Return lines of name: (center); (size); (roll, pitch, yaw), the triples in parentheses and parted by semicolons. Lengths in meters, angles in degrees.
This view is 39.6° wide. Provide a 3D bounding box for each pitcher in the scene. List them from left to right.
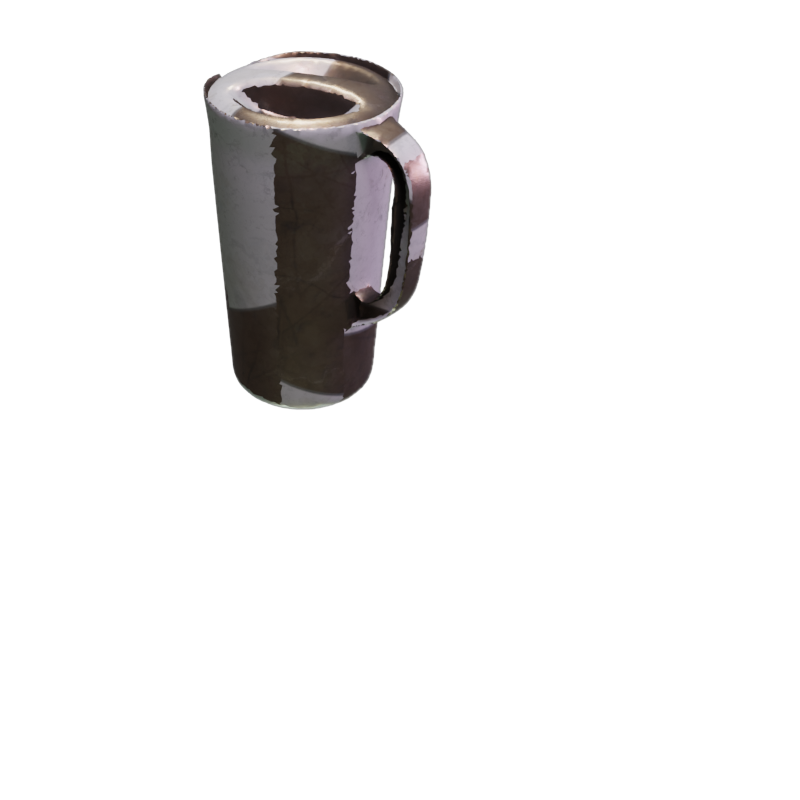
pitcher: (-0.062, -0.112, 0.786); (0.144, 0.228, 0.160); (-1, 34, -4)
